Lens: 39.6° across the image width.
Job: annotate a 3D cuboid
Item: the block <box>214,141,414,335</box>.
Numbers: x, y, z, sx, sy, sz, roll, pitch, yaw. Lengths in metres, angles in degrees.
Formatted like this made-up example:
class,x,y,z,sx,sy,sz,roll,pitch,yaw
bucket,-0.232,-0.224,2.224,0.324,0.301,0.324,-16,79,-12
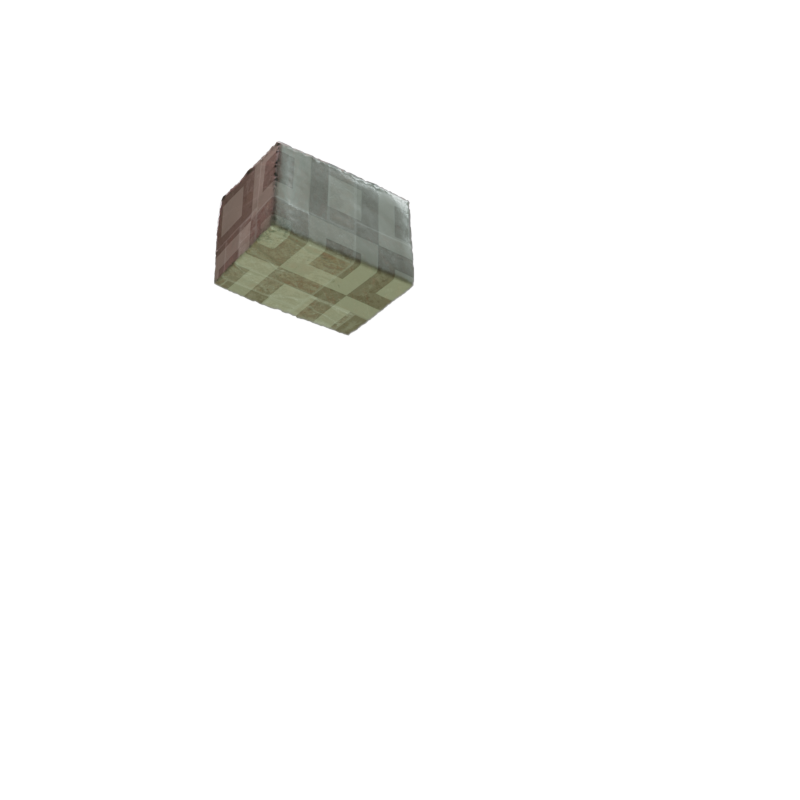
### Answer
class,x,y,z,sx,sy,sz,roll,pitch,yaw
block,-0.040,-0.073,0.512,0.074,0.055,0.052,21,-40,-30
